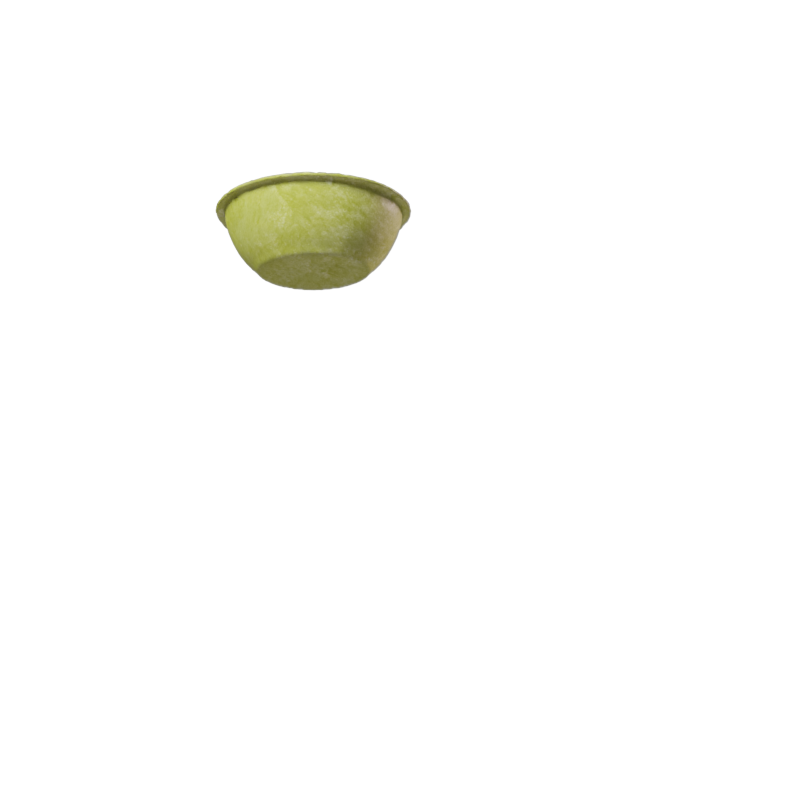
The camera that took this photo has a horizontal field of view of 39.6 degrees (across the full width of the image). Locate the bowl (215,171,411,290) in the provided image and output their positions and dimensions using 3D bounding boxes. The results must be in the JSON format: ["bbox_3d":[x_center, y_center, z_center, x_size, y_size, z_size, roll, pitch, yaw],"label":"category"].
[{"bbox_3d":[-0.071,-0.130,0.912,0.162,0.057,0.156,0,-14,-2],"label":"bowl"}]
